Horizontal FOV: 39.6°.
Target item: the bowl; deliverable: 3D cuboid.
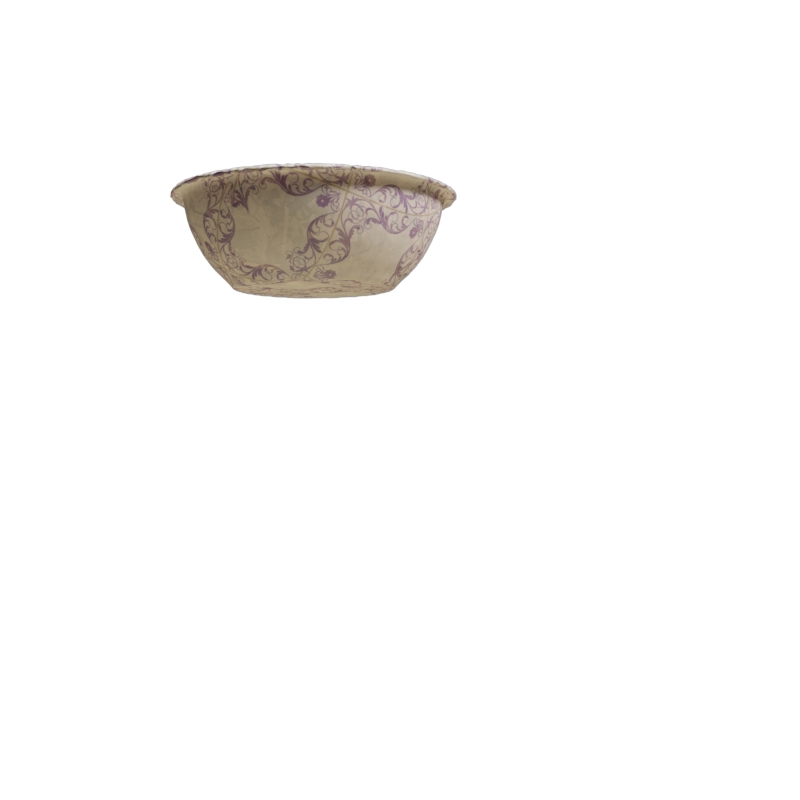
[{"bbox_3d":[-0.049,-0.089,0.626,0.162,0.056,0.160,0,-2,-2],"label":"bowl"}]
